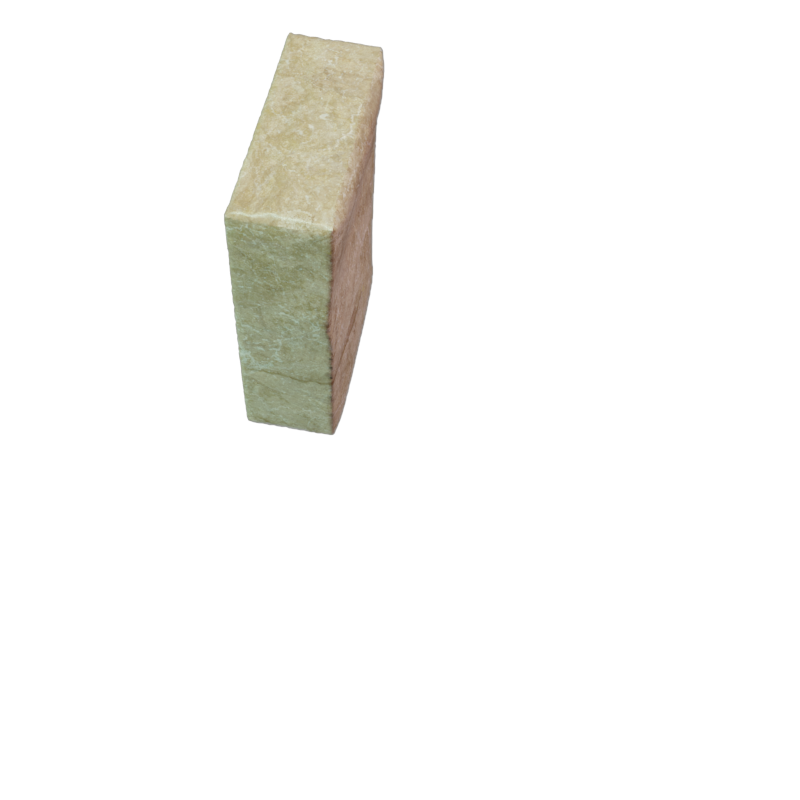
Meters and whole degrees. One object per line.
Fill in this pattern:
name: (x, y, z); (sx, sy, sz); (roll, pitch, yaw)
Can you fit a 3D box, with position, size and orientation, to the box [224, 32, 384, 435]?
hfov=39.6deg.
box: (-0.057, -0.104, 0.729); (0.072, 0.174, 0.200); (9, -36, 2)
